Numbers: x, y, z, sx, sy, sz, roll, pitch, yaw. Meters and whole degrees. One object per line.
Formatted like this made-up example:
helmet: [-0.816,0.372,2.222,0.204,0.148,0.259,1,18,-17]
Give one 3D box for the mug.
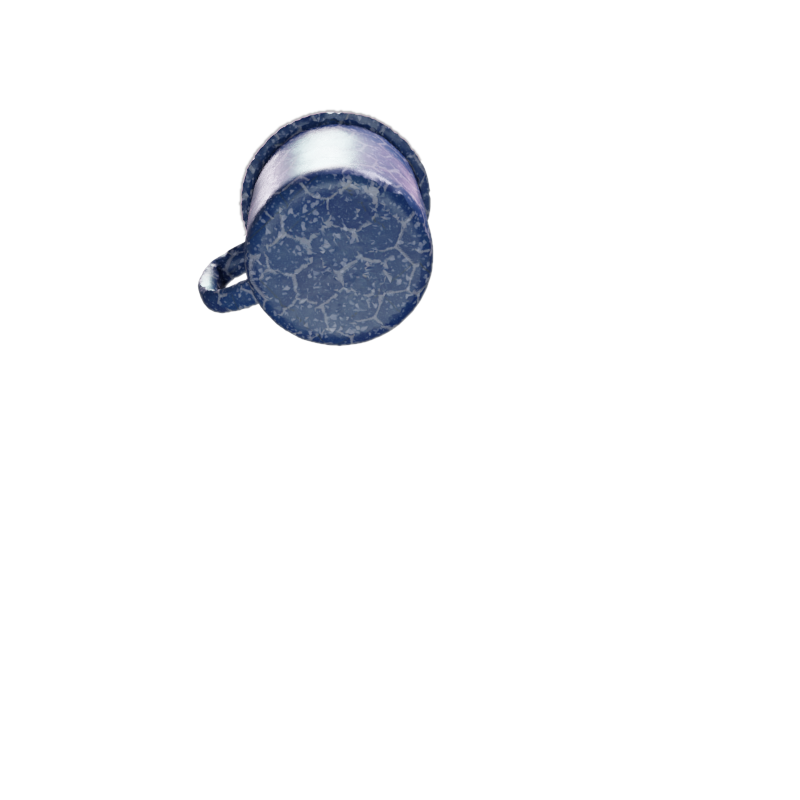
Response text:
mug: [-0.040,-0.072,0.507,0.117,0.088,0.086,-22,23,8]
